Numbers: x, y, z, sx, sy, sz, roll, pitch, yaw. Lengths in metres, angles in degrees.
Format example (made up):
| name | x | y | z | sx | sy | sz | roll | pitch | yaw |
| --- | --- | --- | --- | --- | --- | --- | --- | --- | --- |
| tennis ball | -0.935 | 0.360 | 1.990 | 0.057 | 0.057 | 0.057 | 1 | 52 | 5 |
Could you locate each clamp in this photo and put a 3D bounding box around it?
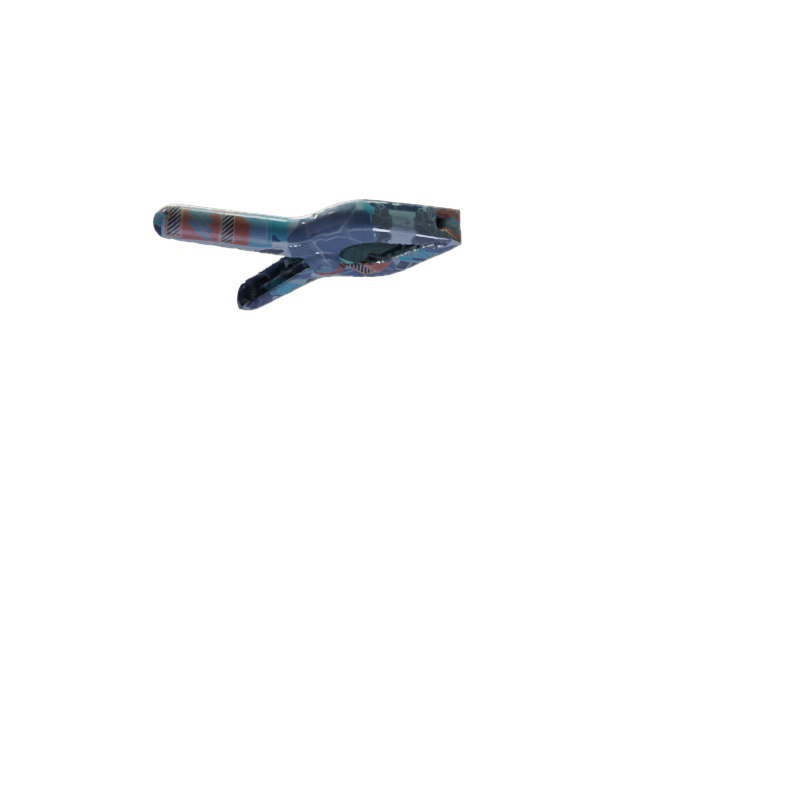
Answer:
| name | x | y | z | sx | sy | sz | roll | pitch | yaw |
| --- | --- | --- | --- | --- | --- | --- | --- | --- | --- |
| clamp | -0.063 | -0.115 | 0.803 | 0.214 | 0.038 | 0.154 | -7 | -19 | 23 |
